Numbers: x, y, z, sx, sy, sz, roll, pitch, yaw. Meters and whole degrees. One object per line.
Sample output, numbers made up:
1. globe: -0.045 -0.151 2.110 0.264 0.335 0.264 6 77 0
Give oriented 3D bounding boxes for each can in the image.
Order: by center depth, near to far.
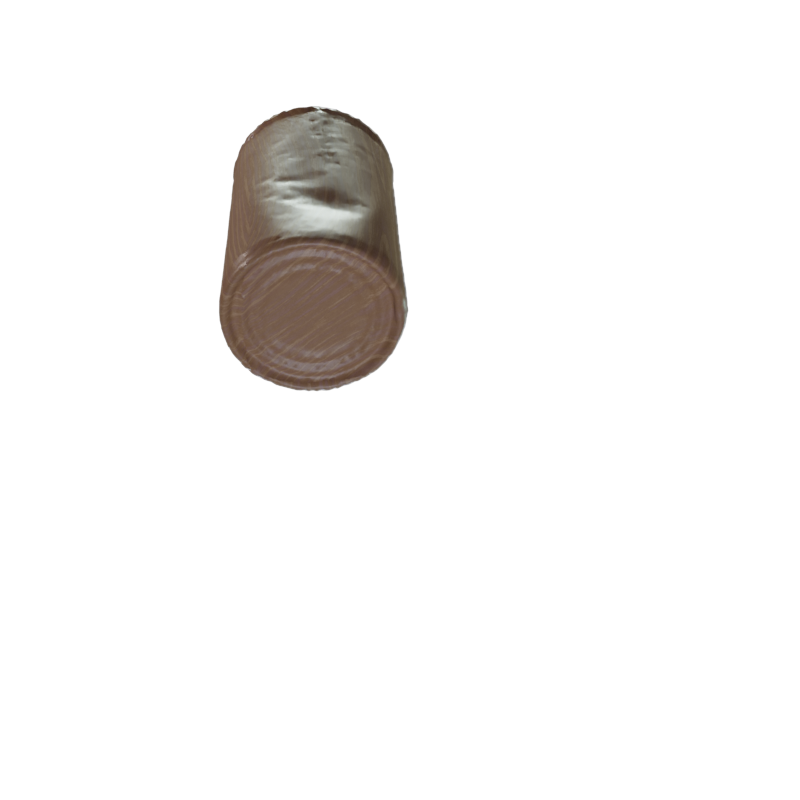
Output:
1. can: -0.034 -0.061 0.429 0.068 0.064 0.109 -1 37 -3
